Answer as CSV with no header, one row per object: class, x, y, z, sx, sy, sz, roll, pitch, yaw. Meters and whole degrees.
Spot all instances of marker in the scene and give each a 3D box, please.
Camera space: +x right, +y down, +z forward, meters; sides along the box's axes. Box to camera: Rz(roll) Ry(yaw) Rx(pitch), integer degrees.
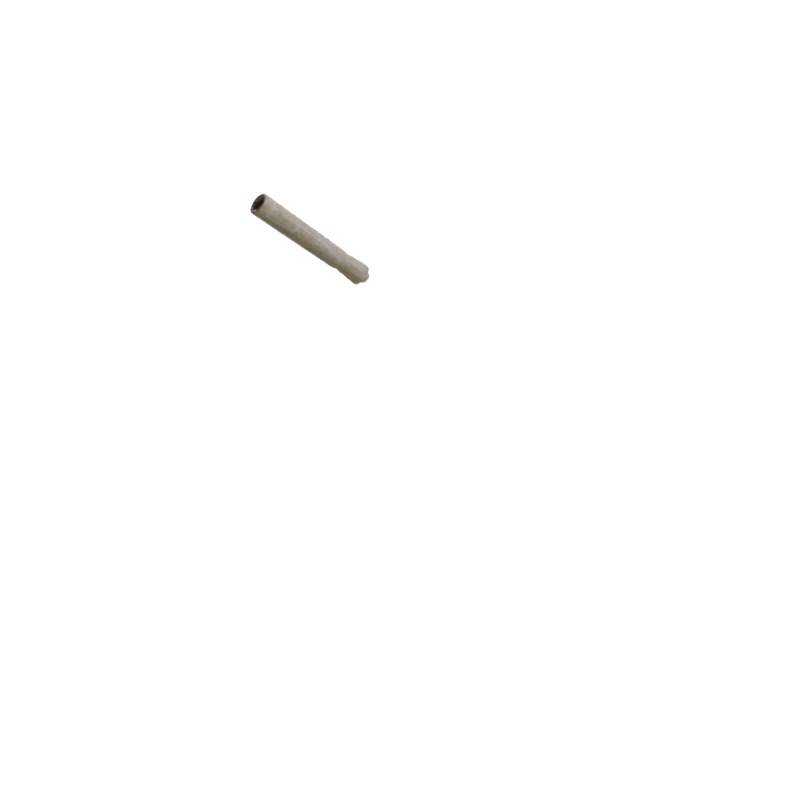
marker,-0.071,-0.129,0.905,0.114,0.020,0.020,32,-15,-29
